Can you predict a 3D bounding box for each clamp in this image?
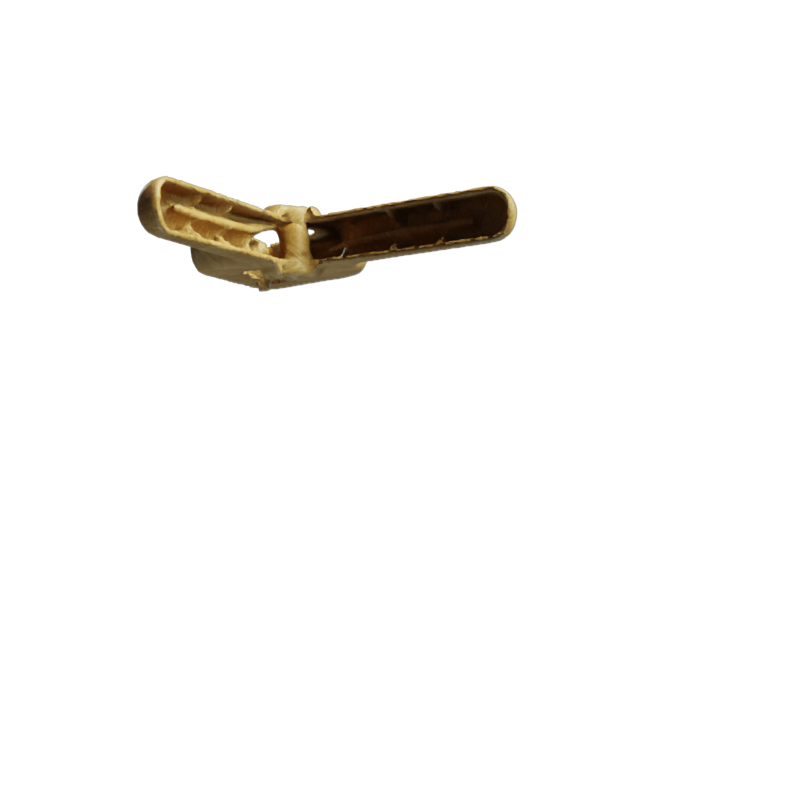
[{"bbox_3d":[-0.043,-0.079,0.556,0.163,0.037,0.209,0,-1,-9],"label":"clamp"}]
